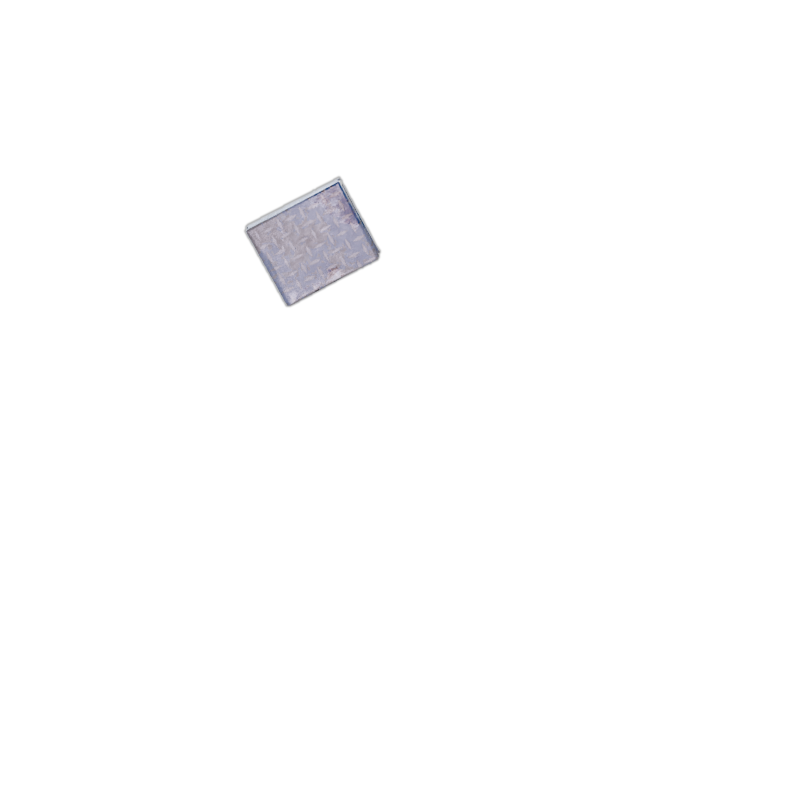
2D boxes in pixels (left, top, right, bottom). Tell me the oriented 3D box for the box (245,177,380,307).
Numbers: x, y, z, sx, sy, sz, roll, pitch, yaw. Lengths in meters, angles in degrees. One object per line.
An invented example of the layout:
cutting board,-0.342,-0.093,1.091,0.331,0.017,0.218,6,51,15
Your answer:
box,-0.071,-0.130,0.911,0.089,0.071,0.031,-28,11,5
